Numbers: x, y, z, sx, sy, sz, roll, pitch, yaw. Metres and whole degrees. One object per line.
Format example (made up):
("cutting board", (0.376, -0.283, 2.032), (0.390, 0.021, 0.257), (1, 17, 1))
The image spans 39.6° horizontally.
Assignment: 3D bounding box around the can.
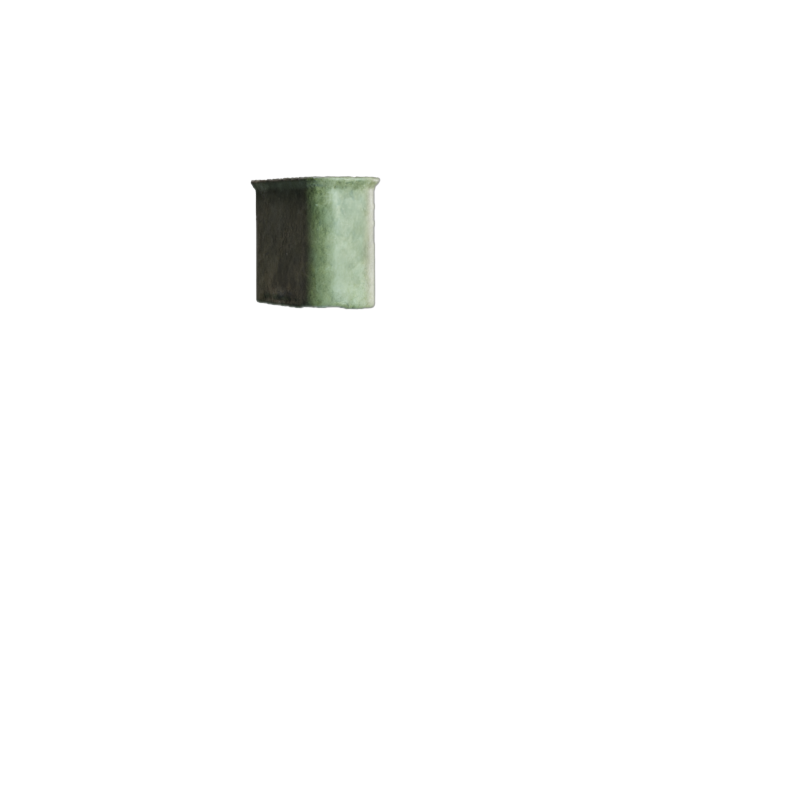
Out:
("can", (-0.057, -0.105, 0.733), (0.056, 0.083, 0.106), (-2, 6, -32))
